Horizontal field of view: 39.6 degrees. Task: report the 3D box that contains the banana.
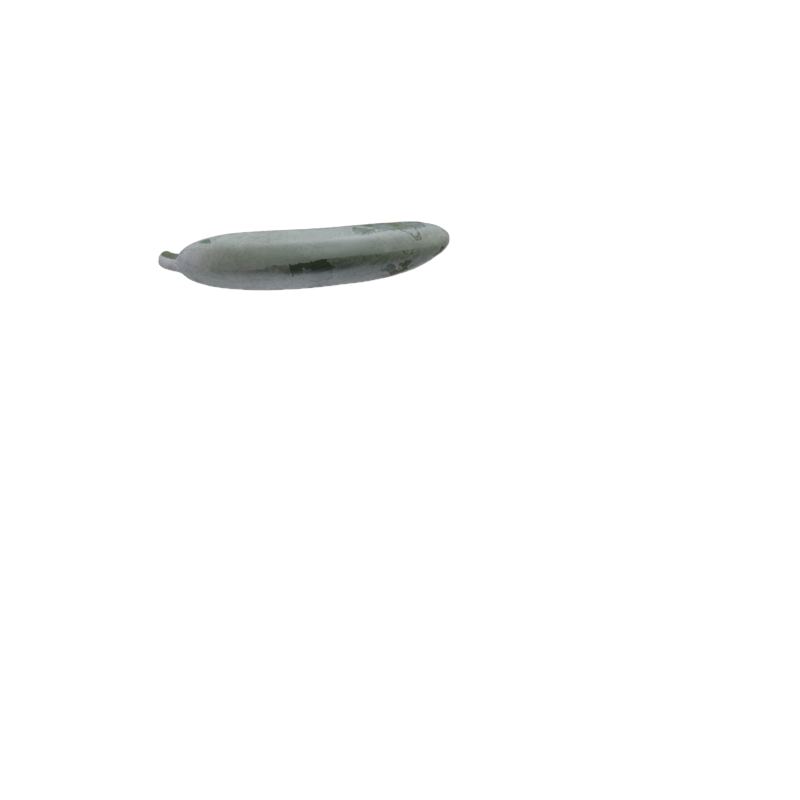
[{"bbox_3d":[-0.058,-0.097,0.721,0.196,0.035,0.074,-4,25,-8],"label":"banana"}]
